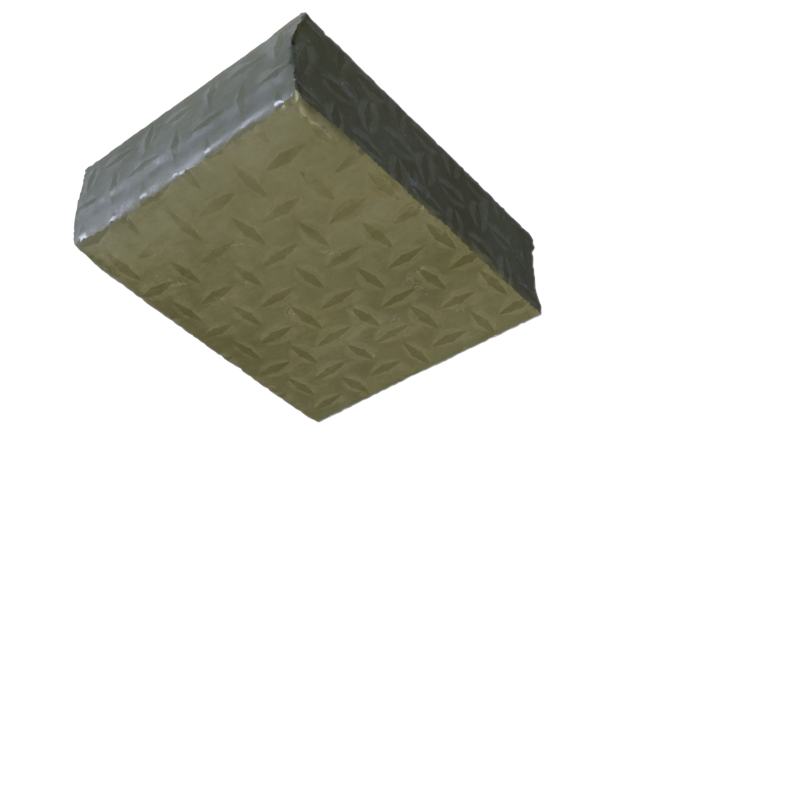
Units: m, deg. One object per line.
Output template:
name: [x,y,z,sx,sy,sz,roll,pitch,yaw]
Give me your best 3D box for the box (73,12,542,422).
box: [-0.026,-0.047,0.331,0.090,0.042,0.106,-28,-47,29]
